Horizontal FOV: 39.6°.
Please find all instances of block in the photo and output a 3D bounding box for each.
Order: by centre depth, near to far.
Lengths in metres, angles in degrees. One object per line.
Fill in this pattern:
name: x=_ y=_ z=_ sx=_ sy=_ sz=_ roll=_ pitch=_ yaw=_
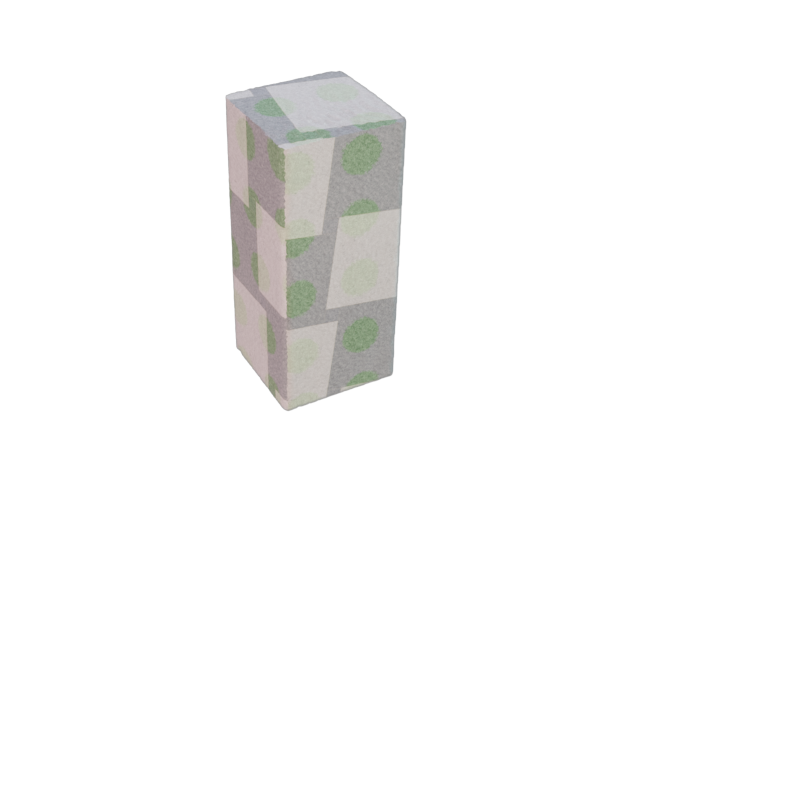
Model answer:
block: x=-0.060 y=-0.110 z=0.766 sx=0.089 sy=0.193 sz=0.097 roll=-17 pitch=40 yaw=-25
